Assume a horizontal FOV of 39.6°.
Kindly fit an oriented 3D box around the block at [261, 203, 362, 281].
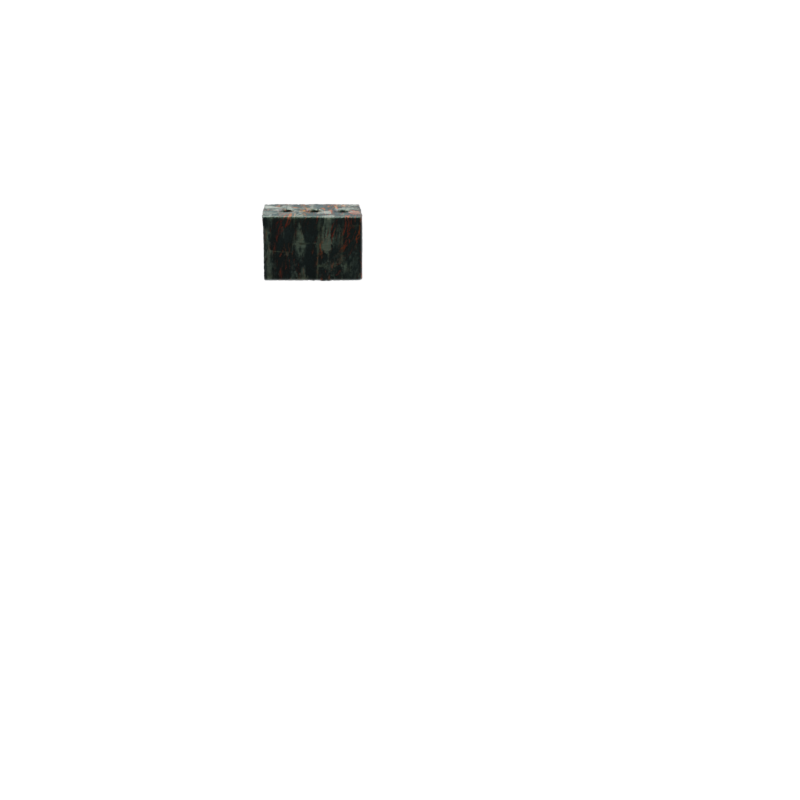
[{"bbox_3d":[-0.067,-0.123,0.861,0.078,0.050,0.055,0,16,-2],"label":"block"}]
